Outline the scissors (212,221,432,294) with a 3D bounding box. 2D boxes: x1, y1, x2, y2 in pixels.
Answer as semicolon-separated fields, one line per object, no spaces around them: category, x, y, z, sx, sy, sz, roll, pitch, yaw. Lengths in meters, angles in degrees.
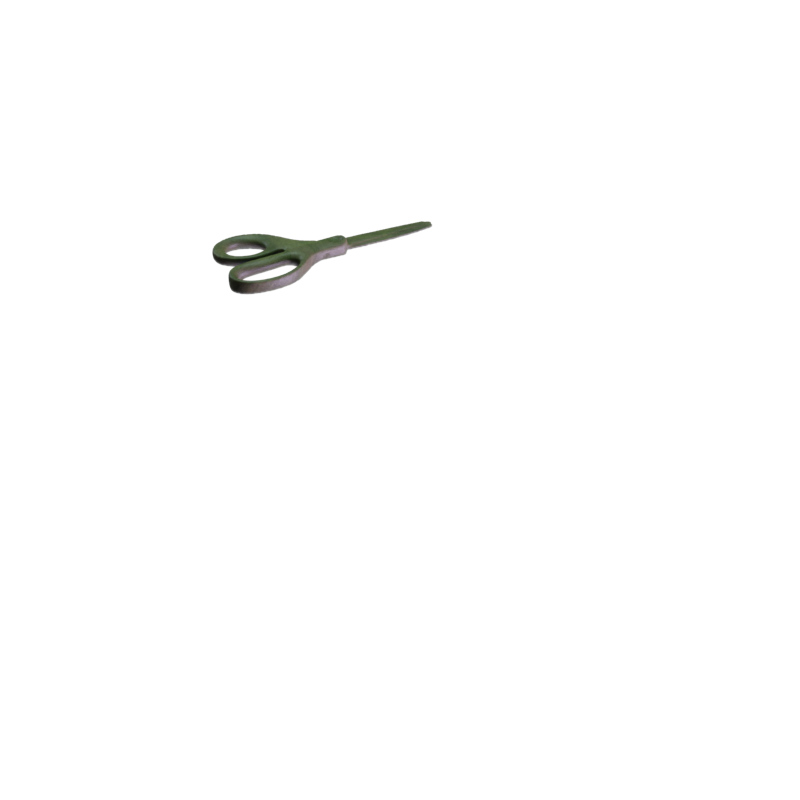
scissors;-0.075;-0.136;0.952;0.103;0.015;0.201;27;41;36
